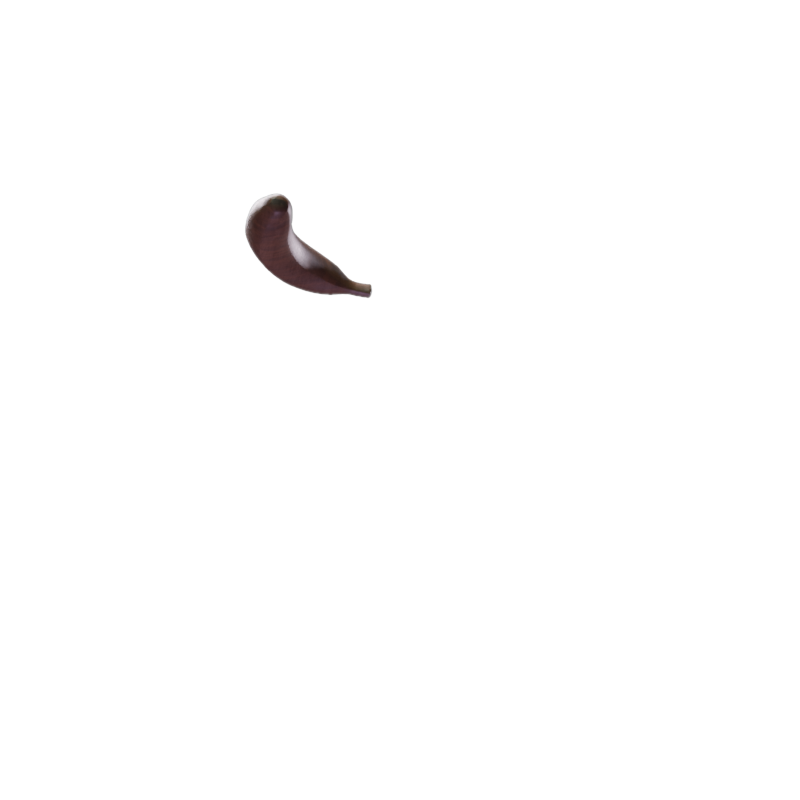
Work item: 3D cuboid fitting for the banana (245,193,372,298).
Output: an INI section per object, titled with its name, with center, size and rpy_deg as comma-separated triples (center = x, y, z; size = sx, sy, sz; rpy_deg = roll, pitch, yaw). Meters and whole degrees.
[banana]
center = -0.086, -0.125, 0.903
size = 0.071, 0.038, 0.186
rpy_deg = -6, -16, 19
